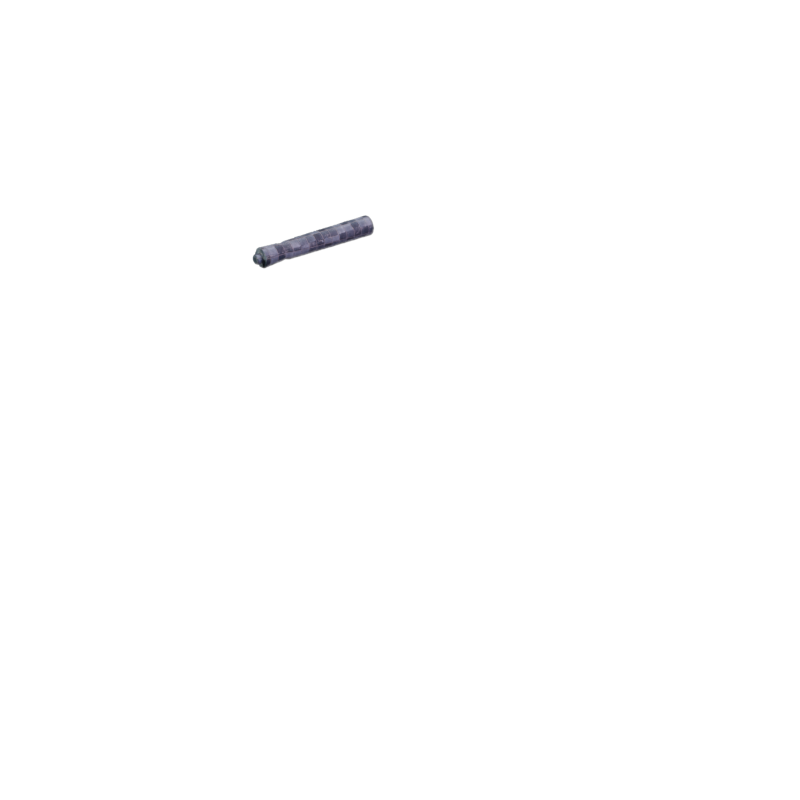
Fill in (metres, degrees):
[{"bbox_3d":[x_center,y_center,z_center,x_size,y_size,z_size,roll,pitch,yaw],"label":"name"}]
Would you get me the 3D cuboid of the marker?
[{"bbox_3d":[-0.076,-0.139,0.976,0.119,0.019,0.021,-22,15,-31],"label":"marker"}]
